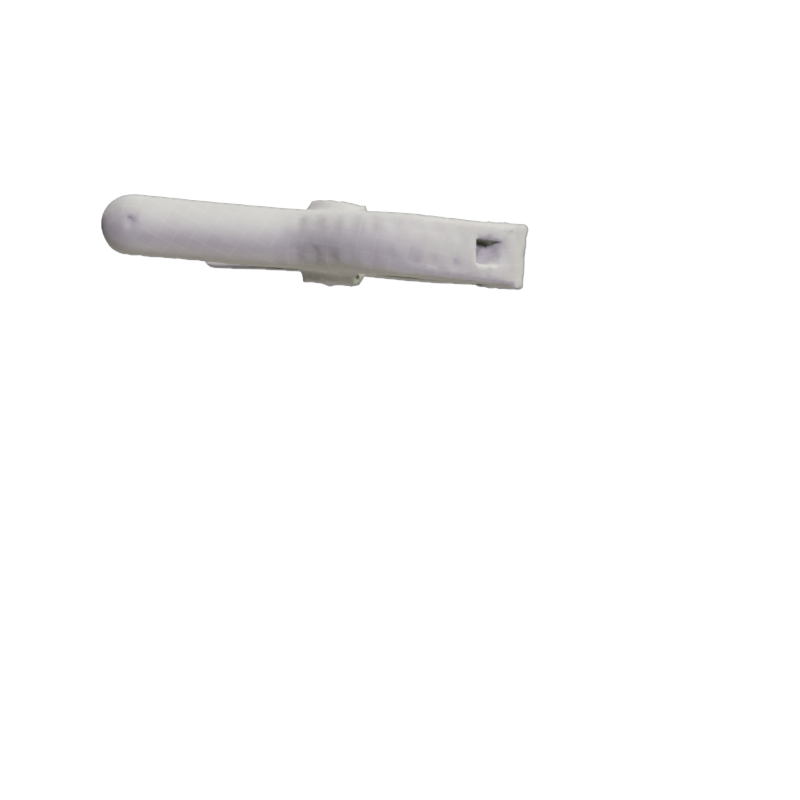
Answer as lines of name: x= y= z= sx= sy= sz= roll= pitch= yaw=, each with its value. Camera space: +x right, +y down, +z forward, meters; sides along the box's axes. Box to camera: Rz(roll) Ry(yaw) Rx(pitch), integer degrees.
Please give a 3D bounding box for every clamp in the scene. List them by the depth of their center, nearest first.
clamp: x=-0.037 y=-0.067 z=0.471 sx=0.177 sy=0.039 sz=0.118 roll=4 pitch=9 yaw=24
